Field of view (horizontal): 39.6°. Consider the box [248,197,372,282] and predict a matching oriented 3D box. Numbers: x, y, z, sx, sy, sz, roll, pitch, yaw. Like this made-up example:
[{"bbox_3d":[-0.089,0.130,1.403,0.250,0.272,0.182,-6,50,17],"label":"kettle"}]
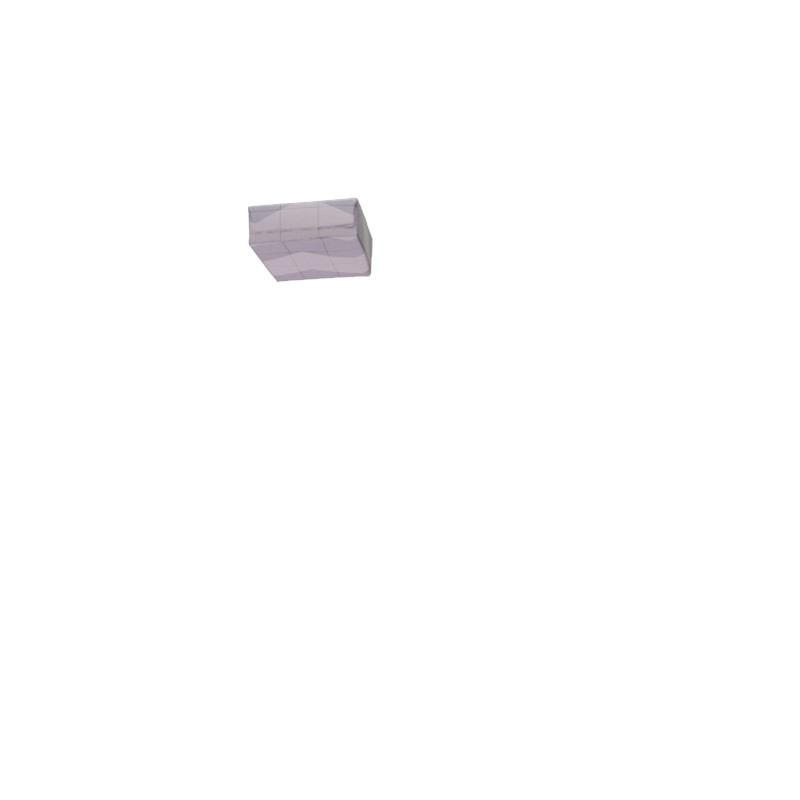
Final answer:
[{"bbox_3d":[-0.073,-0.133,0.931,0.091,0.040,0.108,-2,-13,7],"label":"box"}]
